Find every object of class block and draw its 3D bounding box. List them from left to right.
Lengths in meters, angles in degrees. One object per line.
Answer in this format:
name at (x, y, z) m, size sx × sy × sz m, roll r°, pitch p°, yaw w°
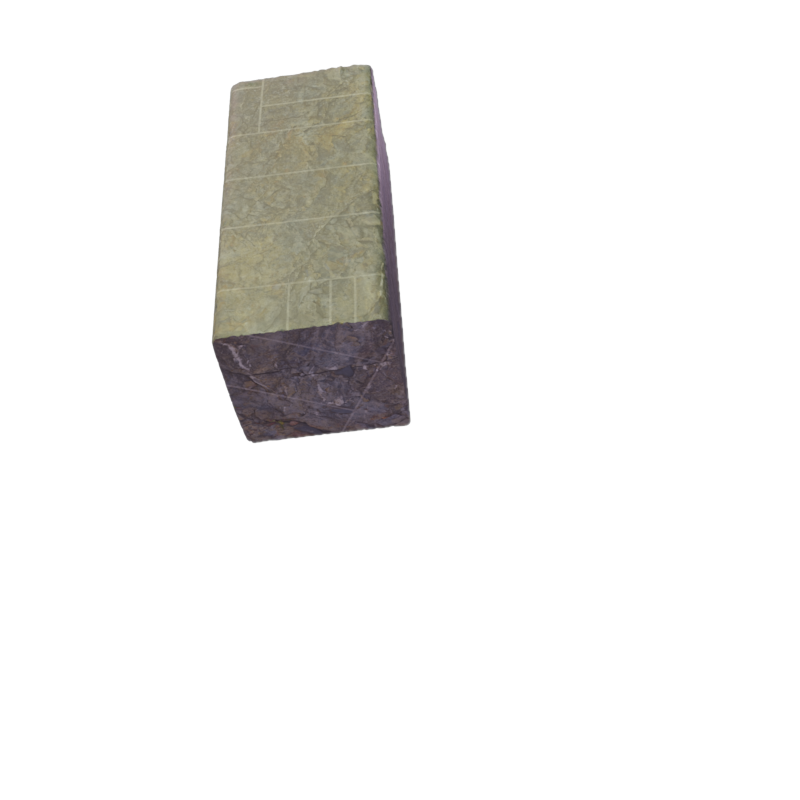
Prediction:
block at (-0.050, -0.091, 0.633) m, size 0.091 × 0.221 × 0.083 m, roll -8°, pitch -42°, yaw 5°
